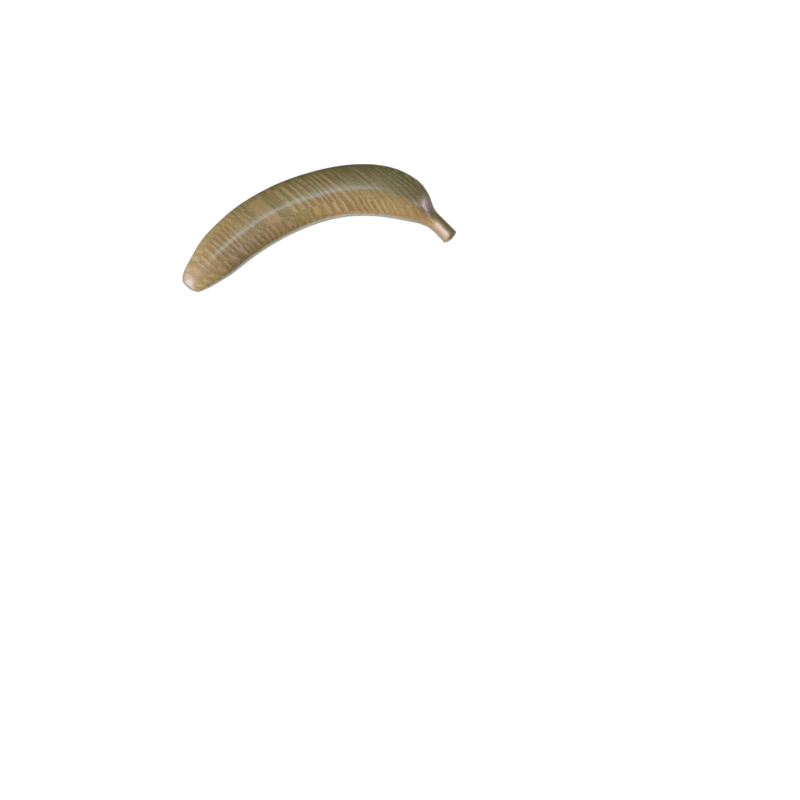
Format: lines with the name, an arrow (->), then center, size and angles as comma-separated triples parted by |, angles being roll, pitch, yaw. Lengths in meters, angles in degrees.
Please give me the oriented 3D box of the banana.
banana -> -0.062, -0.129, 0.788 | 0.197, 0.074, 0.035 | -13, -23, -6
